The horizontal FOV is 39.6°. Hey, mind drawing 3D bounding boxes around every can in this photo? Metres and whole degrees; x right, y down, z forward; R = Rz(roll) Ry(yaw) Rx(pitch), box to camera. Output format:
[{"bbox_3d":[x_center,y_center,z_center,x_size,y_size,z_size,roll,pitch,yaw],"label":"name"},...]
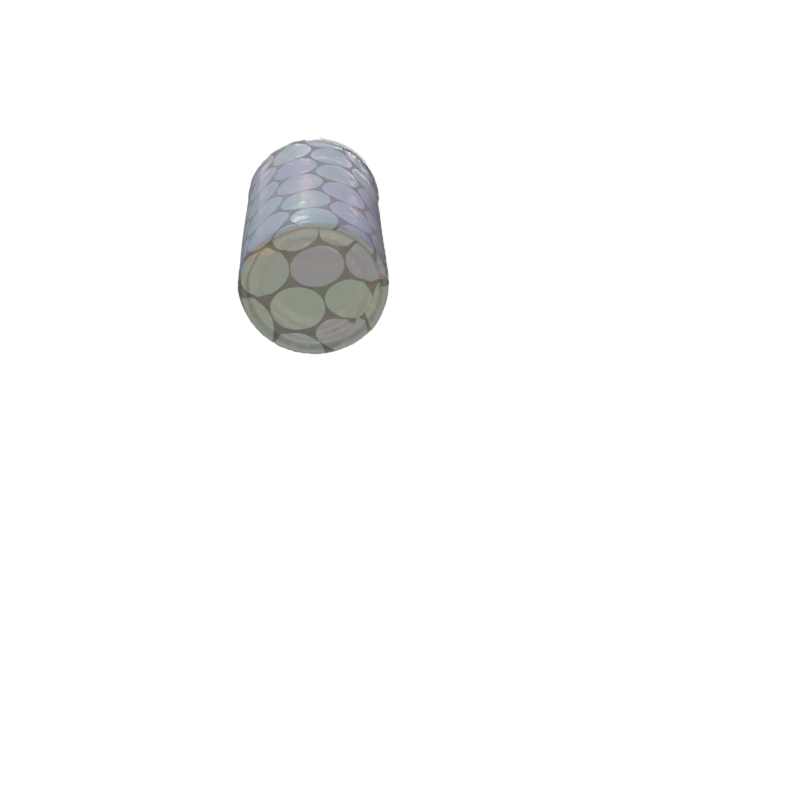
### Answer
[{"bbox_3d":[-0.041,-0.076,0.529,0.068,0.065,0.108,0,30,-3],"label":"can"}]
